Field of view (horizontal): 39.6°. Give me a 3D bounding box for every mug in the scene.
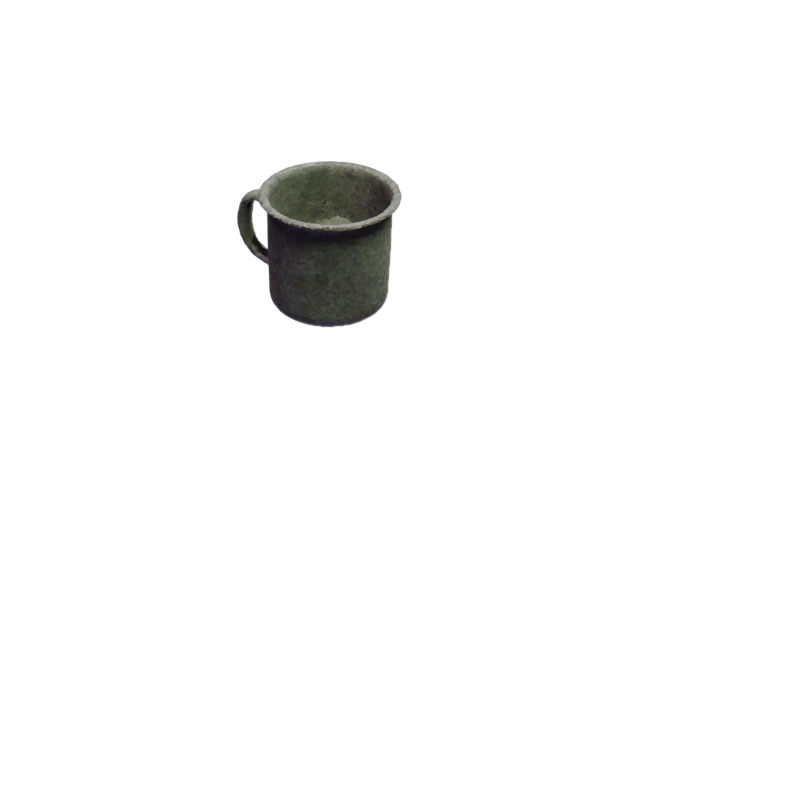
[{"bbox_3d":[-0.058,-0.106,0.742,0.122,0.076,0.096,16,38,20],"label":"mug"}]
